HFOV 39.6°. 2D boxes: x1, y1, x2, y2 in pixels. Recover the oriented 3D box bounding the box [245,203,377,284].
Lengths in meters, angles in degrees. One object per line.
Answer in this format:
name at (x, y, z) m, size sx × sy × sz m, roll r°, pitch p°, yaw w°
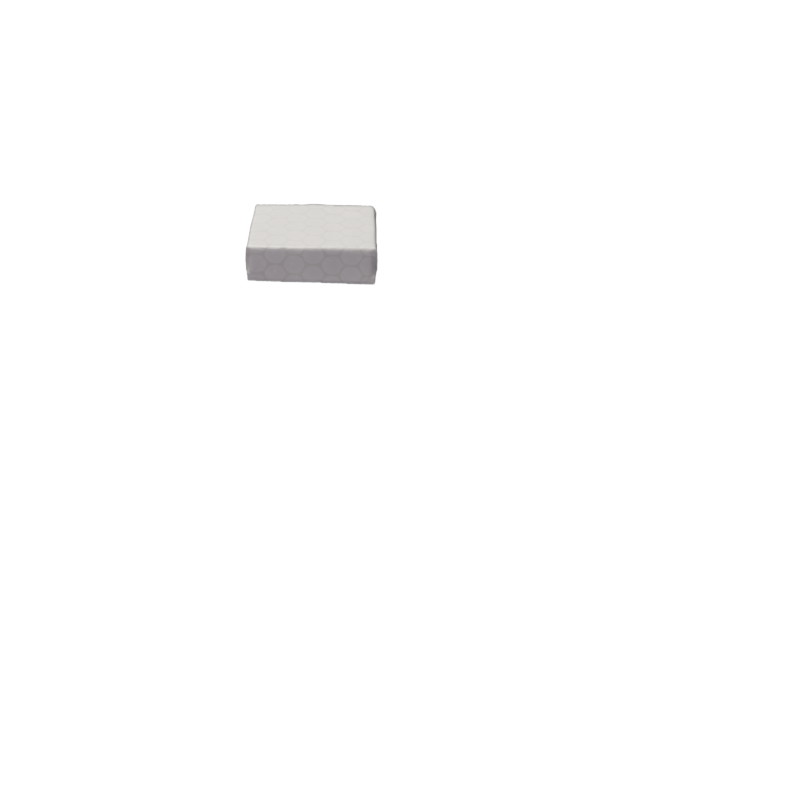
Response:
box at (-0.060, -0.110, 0.774) m, size 0.089 × 0.028 × 0.077 m, roll 0°, pitch 31°, yaw 0°
